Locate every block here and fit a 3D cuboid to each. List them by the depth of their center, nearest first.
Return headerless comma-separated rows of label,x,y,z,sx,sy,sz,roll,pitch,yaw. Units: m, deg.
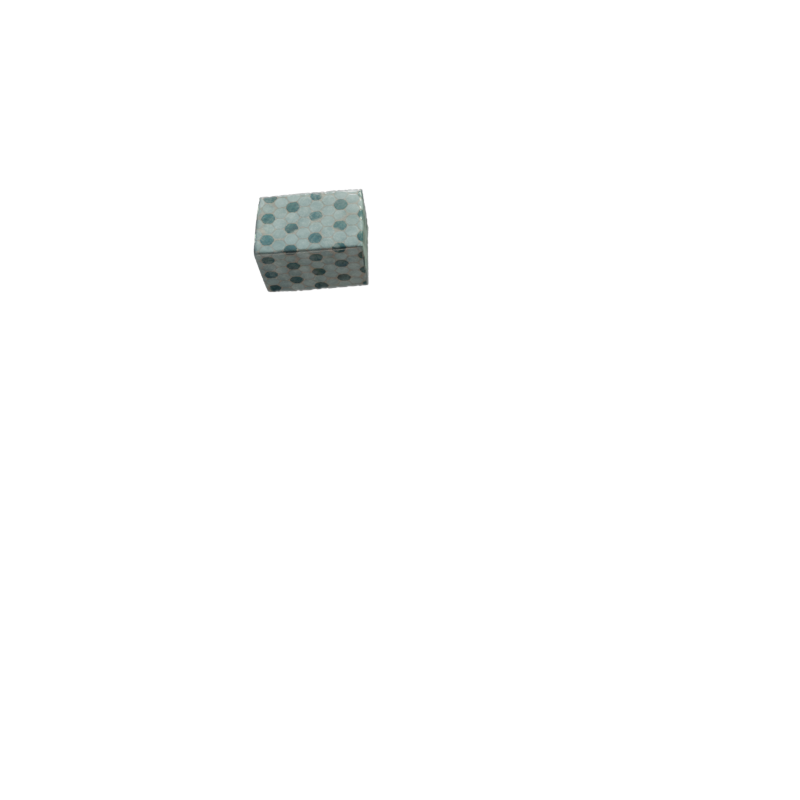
block,-0.063,-0.115,0.804,0.078,0.055,0.049,-4,-31,5
